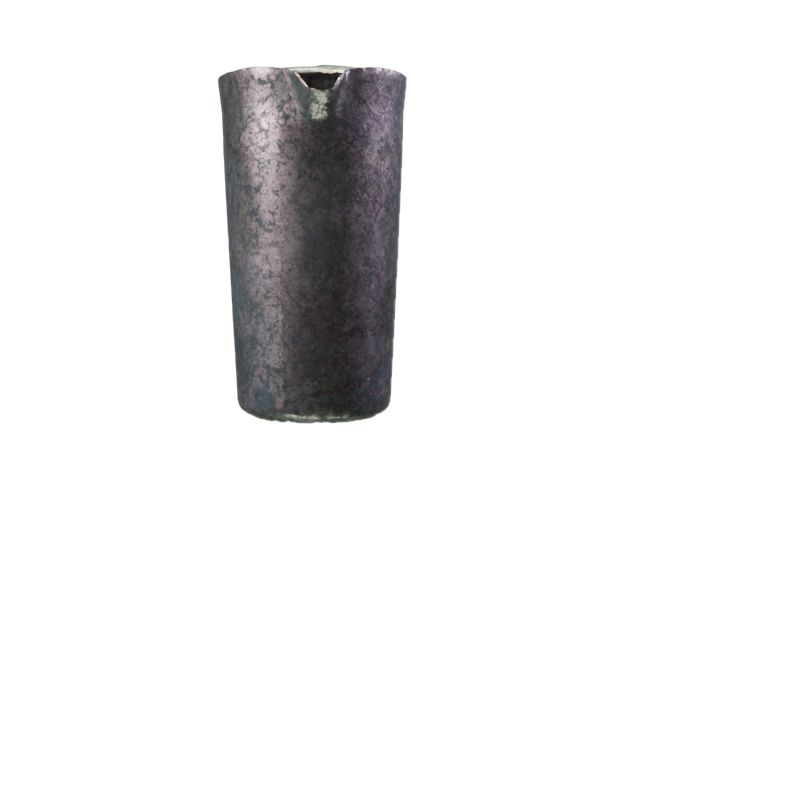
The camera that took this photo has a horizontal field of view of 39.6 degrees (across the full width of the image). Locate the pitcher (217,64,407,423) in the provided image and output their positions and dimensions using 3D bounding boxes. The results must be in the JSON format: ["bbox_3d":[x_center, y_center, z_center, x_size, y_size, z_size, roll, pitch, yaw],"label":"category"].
[{"bbox_3d":[-0.062,-0.113,0.792,0.151,0.243,0.144,1,2,38],"label":"pitcher"}]
